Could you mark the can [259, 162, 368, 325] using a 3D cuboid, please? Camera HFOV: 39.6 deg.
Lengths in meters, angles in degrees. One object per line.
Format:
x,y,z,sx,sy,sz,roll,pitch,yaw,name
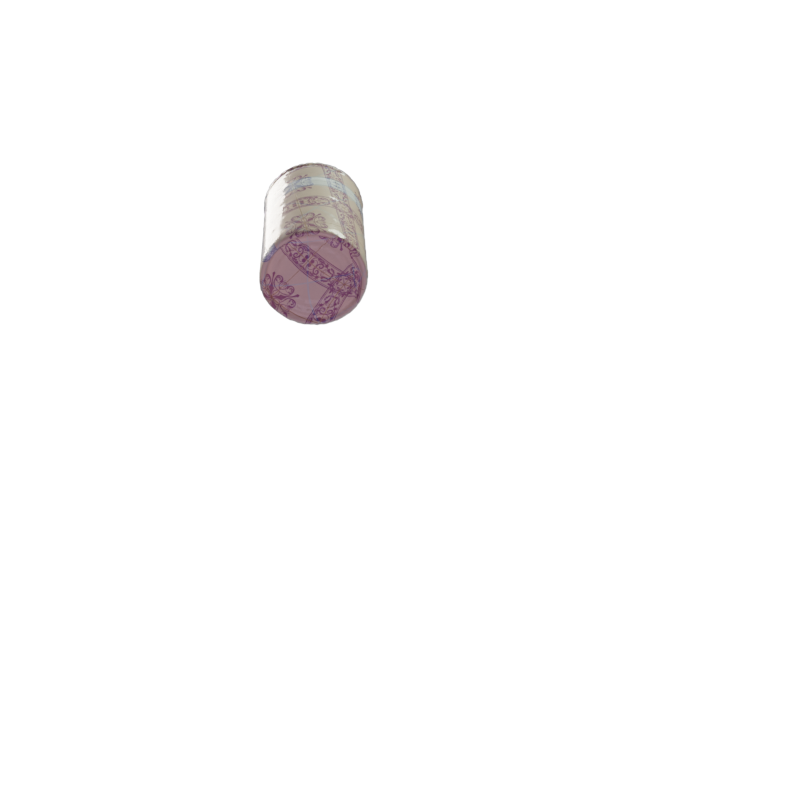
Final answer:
-0.056,-0.102,0.714,0.068,0.064,0.109,-1,32,-3,can
